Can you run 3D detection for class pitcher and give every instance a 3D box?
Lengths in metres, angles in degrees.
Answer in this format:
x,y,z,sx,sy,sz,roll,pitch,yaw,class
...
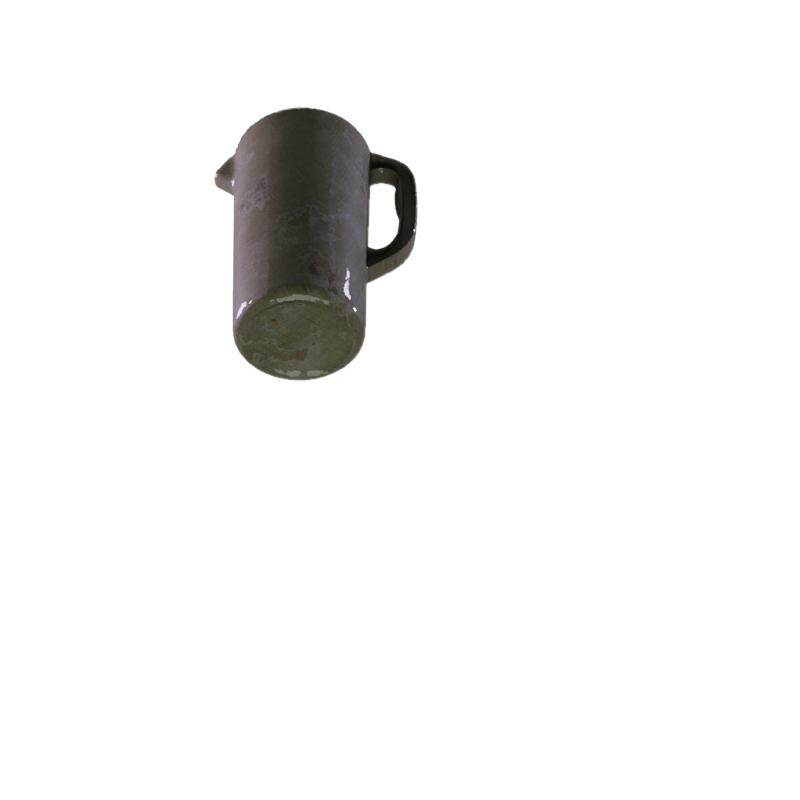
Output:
x,y,z,sx,sy,sz,roll,pitch,yaw,class
-0.076,-0.139,0.977,0.148,0.261,0.136,-36,-53,29,pitcher
